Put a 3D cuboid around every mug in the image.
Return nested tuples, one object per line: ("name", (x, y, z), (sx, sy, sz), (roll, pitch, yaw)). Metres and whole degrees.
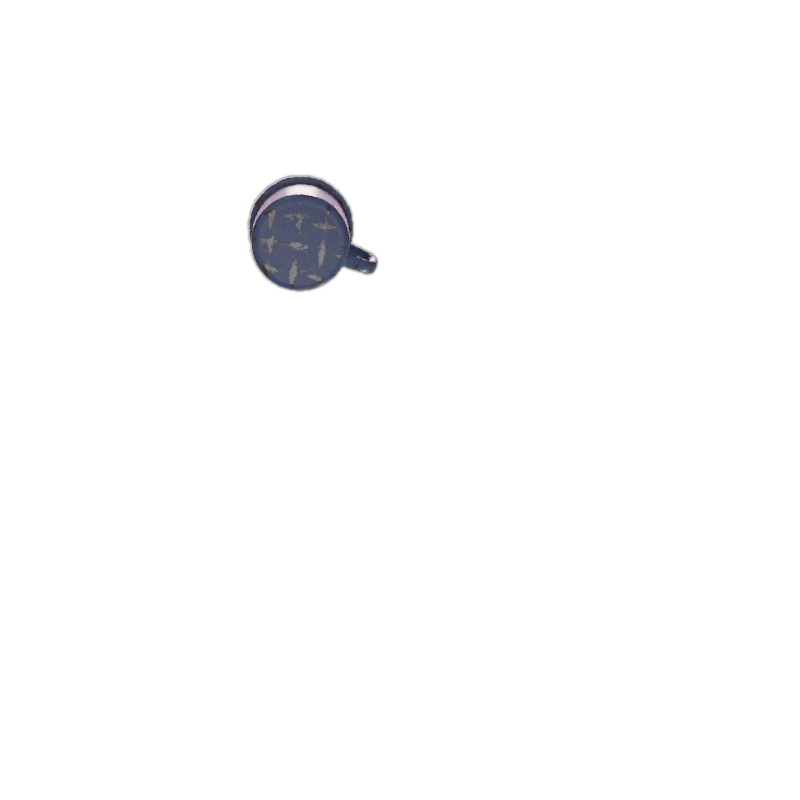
("mug", (-0.074, -0.134, 0.942), (0.116, 0.092, 0.084), (26, 12, -7))
